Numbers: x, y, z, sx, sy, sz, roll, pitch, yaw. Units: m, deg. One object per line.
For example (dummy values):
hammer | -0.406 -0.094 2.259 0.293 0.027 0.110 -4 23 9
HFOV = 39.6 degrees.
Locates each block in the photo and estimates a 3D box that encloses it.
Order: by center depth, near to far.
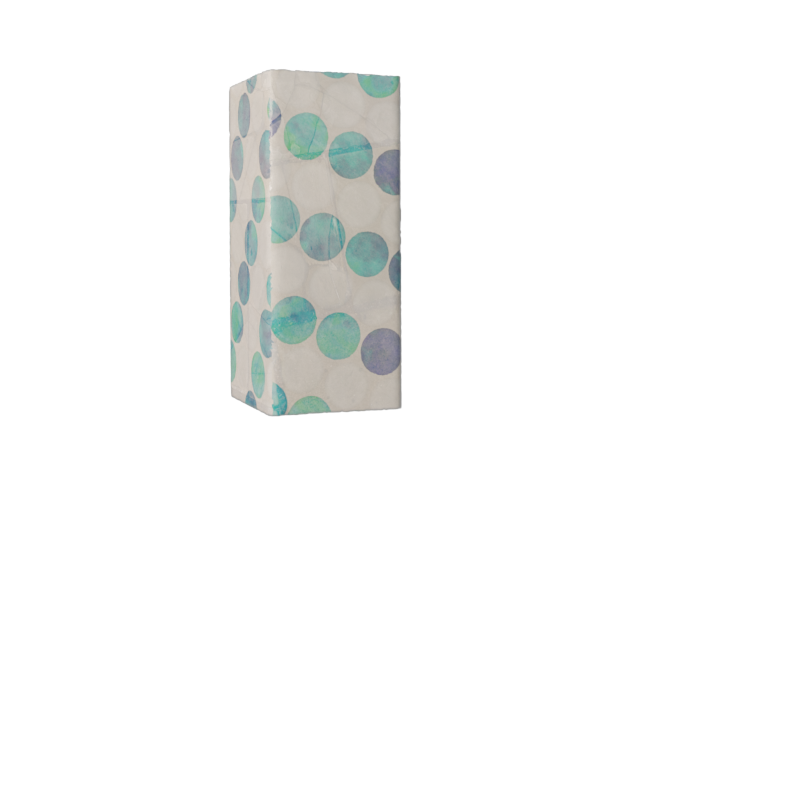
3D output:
block | -0.056 -0.102 0.712 0.088 0.206 0.093 -1 2 -22
